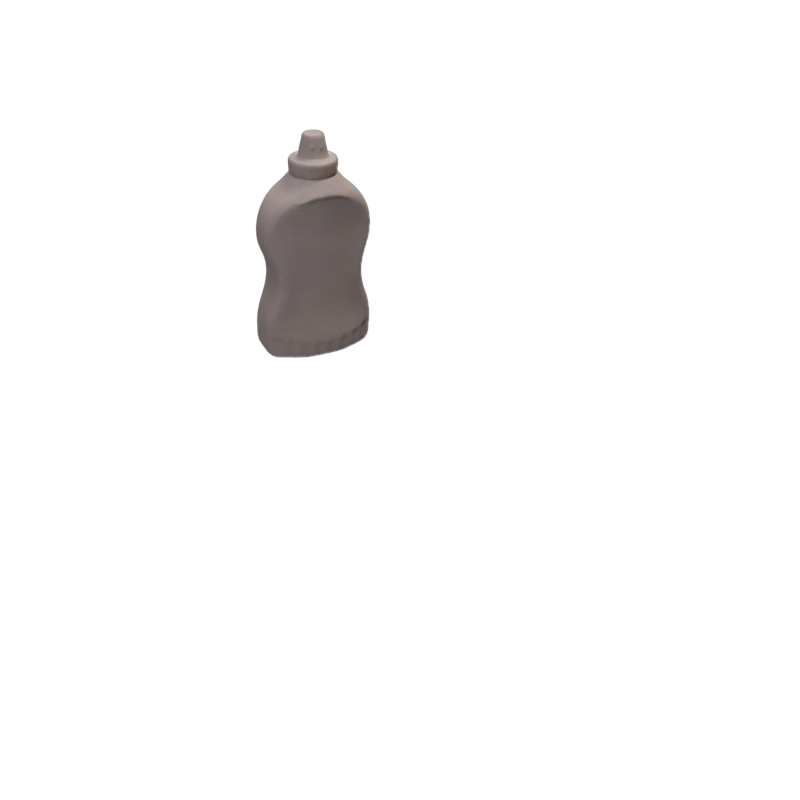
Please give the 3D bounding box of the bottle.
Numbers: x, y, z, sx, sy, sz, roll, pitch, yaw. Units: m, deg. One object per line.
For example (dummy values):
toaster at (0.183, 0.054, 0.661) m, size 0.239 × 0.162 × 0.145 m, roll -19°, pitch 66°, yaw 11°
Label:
bottle at (-0.073, -0.133, 0.927) m, size 0.094 × 0.181 × 0.063 m, roll -9°, pitch 29°, yaw -21°
